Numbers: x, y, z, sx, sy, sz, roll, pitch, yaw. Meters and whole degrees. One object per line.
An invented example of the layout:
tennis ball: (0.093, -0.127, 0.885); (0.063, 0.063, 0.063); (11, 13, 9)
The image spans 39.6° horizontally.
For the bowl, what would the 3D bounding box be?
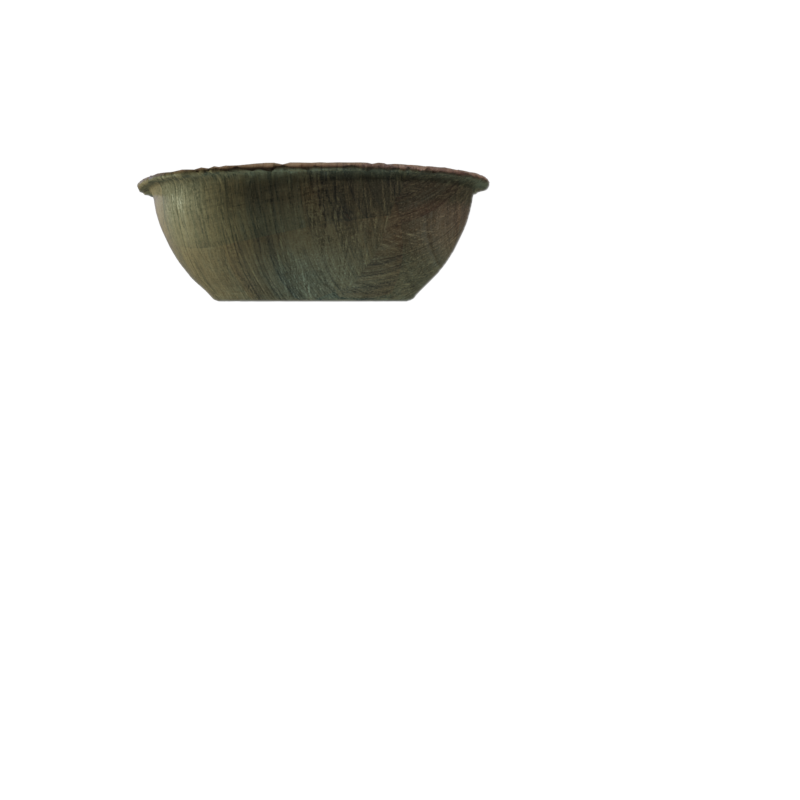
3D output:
bowl: (-0.040, -0.073, 0.510); (0.162, 0.055, 0.163); (0, 4, -2)
